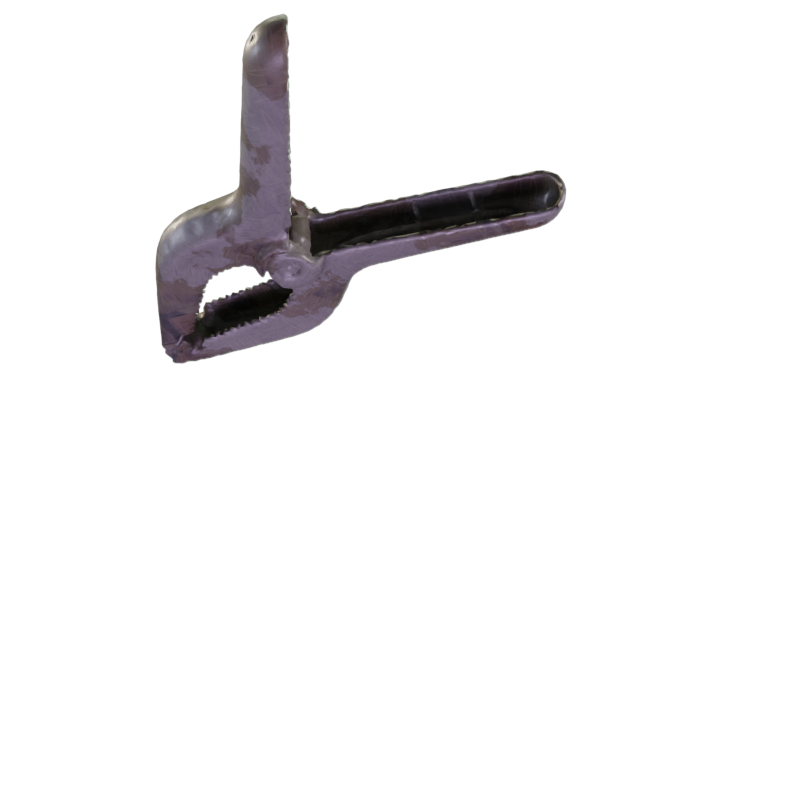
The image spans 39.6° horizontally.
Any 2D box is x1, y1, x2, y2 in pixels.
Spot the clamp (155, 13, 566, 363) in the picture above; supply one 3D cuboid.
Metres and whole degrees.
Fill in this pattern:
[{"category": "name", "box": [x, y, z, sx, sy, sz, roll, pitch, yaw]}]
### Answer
[{"category": "clamp", "box": [-0.040, -0.073, 0.514, 0.157, 0.039, 0.205, 20, -40, -27]}]
